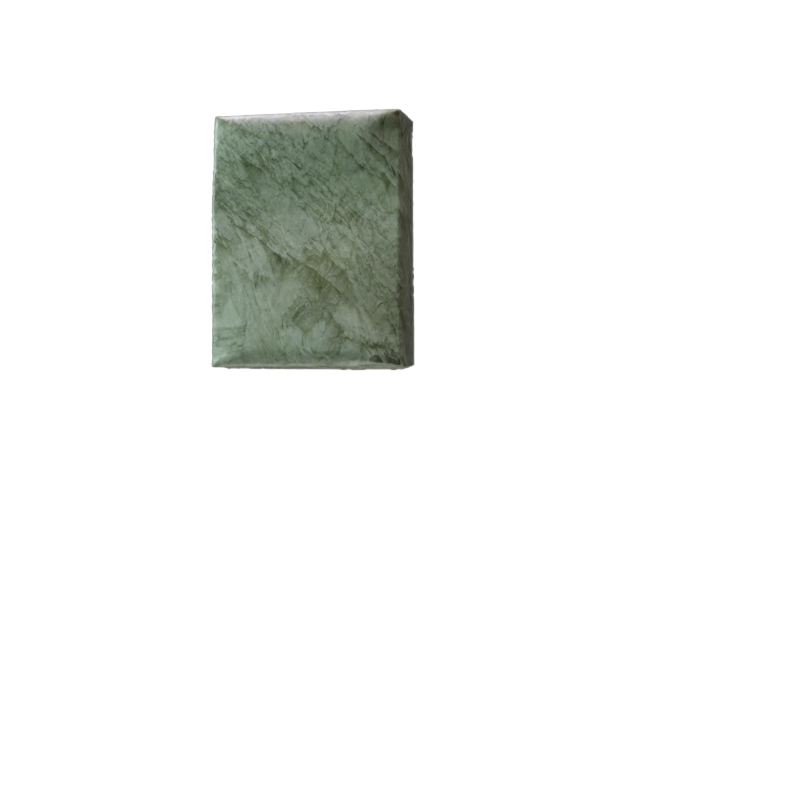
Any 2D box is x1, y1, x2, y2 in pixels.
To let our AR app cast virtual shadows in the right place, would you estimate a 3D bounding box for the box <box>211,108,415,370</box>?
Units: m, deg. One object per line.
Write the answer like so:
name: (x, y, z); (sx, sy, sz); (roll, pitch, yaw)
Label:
box: (-0.073, -0.133, 0.935); (0.167, 0.216, 0.070); (0, -3, 12)
